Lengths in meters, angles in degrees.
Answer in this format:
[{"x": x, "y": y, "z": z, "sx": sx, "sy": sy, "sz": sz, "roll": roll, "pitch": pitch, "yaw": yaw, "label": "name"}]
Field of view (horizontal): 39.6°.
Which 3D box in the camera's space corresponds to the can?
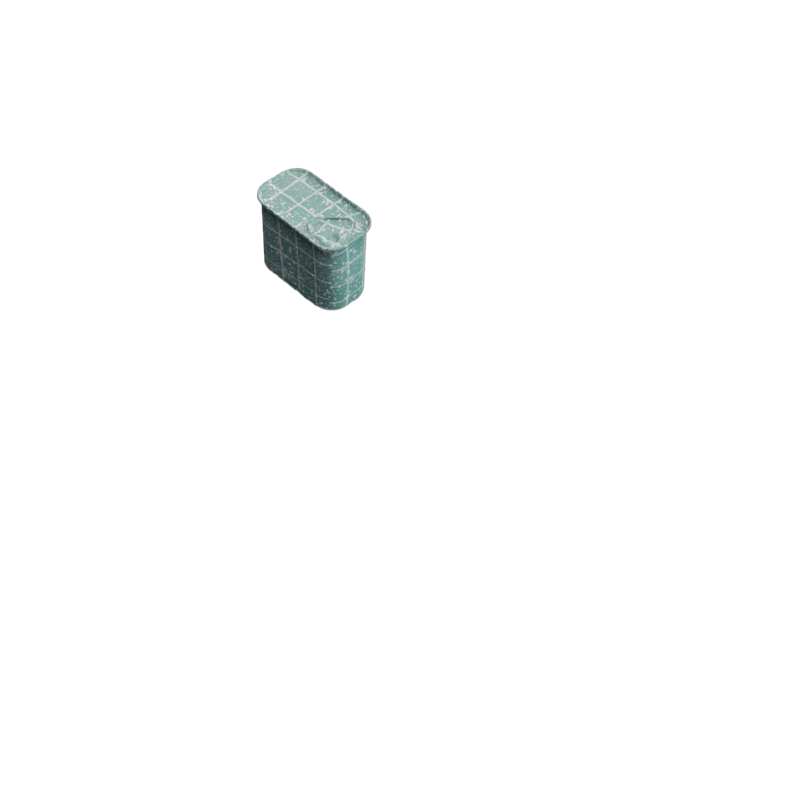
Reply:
[{"x": -0.074, "y": -0.136, "z": 0.953, "sx": 0.058, "sy": 0.078, "sz": 0.109, "roll": -35, "pitch": 59, "yaw": -28, "label": "can"}]
